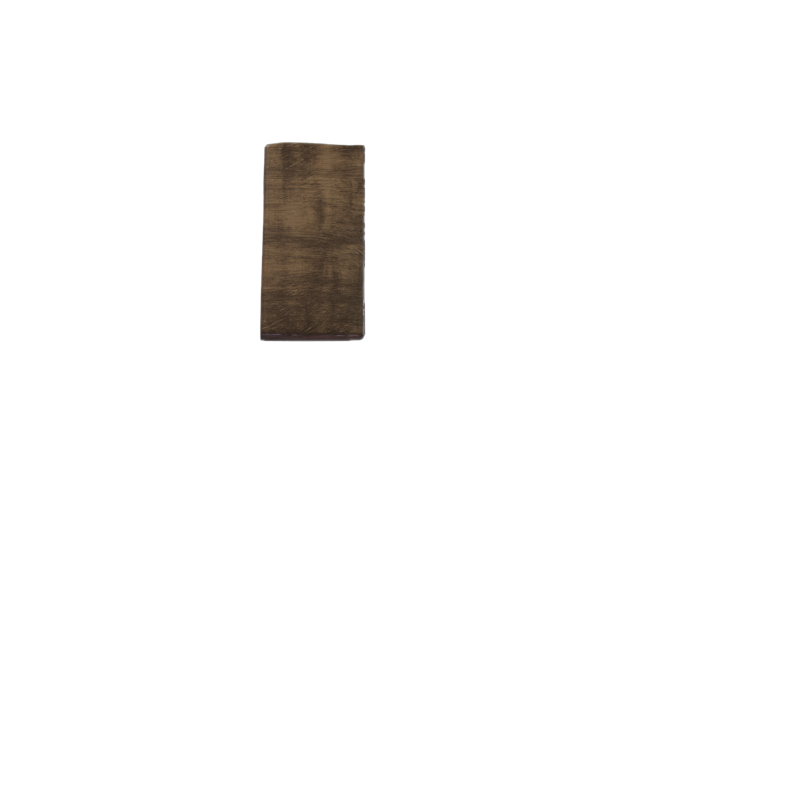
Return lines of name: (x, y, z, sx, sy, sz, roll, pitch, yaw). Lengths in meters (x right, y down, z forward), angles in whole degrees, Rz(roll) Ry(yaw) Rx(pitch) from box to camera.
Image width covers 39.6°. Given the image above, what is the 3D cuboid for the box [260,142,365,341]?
box: (-0.078, -0.142, 0.992, 0.093, 0.181, 0.047, 0, -11, -5)
